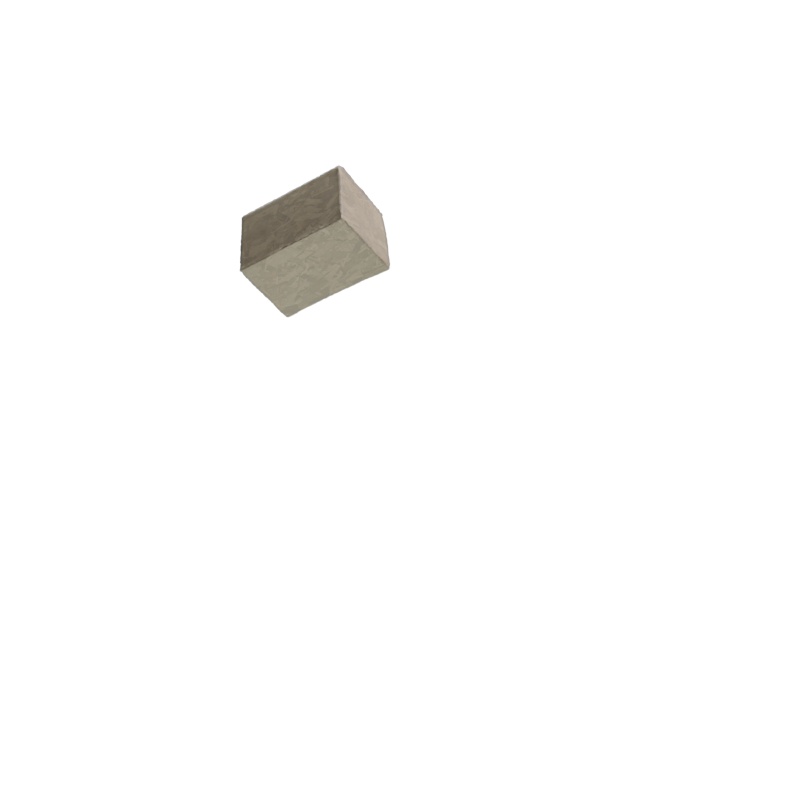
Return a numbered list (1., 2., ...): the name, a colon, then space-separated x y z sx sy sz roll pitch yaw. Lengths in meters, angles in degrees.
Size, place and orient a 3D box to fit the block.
1. block: -0.054 -0.098 0.684 0.078 0.055 0.049 -23 -46 22
